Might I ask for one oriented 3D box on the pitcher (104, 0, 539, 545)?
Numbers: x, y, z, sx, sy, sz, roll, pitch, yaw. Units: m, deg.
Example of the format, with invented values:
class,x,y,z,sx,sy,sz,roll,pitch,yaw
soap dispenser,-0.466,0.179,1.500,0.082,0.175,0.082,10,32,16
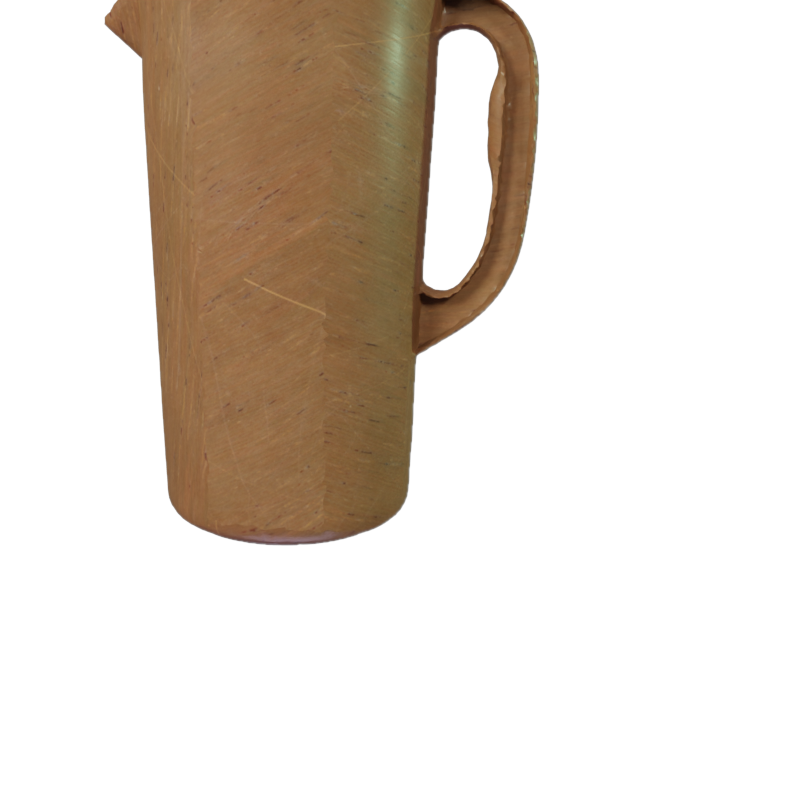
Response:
class,x,y,z,sx,sy,sz,roll,pitch,yaw
pitcher,-0.038,-0.069,0.483,0.140,0.239,0.157,-6,10,-36
